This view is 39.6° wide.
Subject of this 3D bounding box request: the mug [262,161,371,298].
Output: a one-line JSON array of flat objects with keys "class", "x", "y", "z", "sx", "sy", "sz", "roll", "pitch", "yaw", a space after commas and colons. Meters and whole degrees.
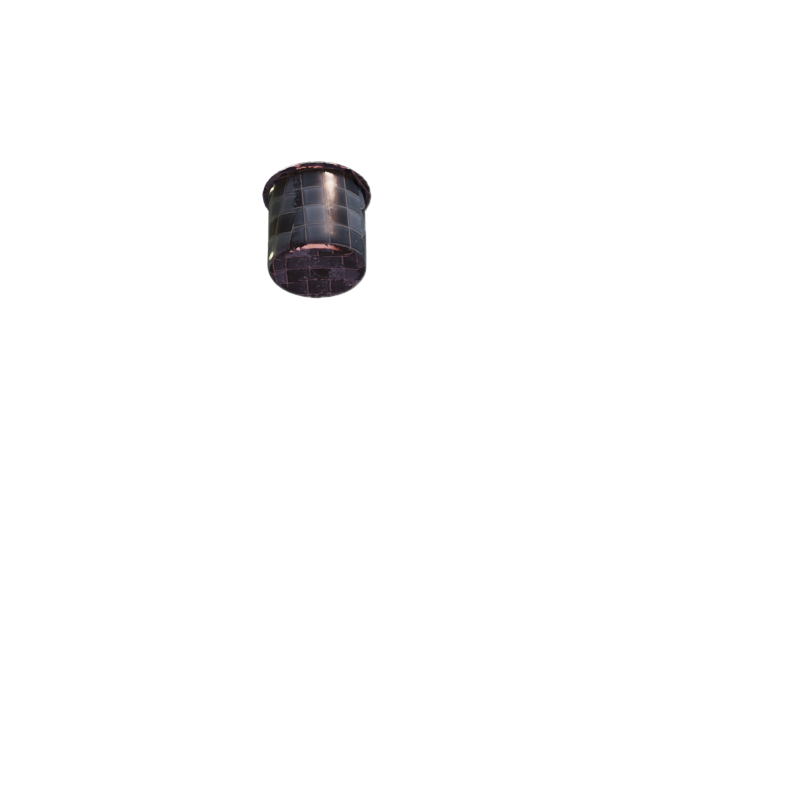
[{"class": "mug", "x": -0.073, "y": -0.133, "z": 0.933, "sx": 0.091, "sy": 0.087, "sz": 0.112, "roll": 8, "pitch": -33, "yaw": -15}]
